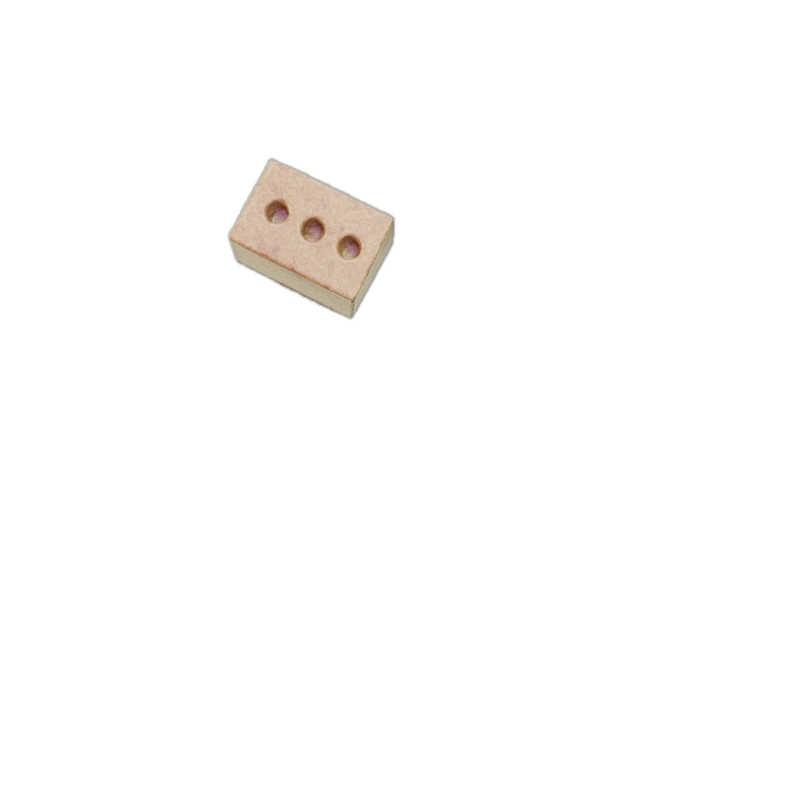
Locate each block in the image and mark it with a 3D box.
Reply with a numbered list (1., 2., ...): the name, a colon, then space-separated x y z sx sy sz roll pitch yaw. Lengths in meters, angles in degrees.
1. block: -0.048 -0.088 0.617 0.079 0.054 0.050 26 -12 5
